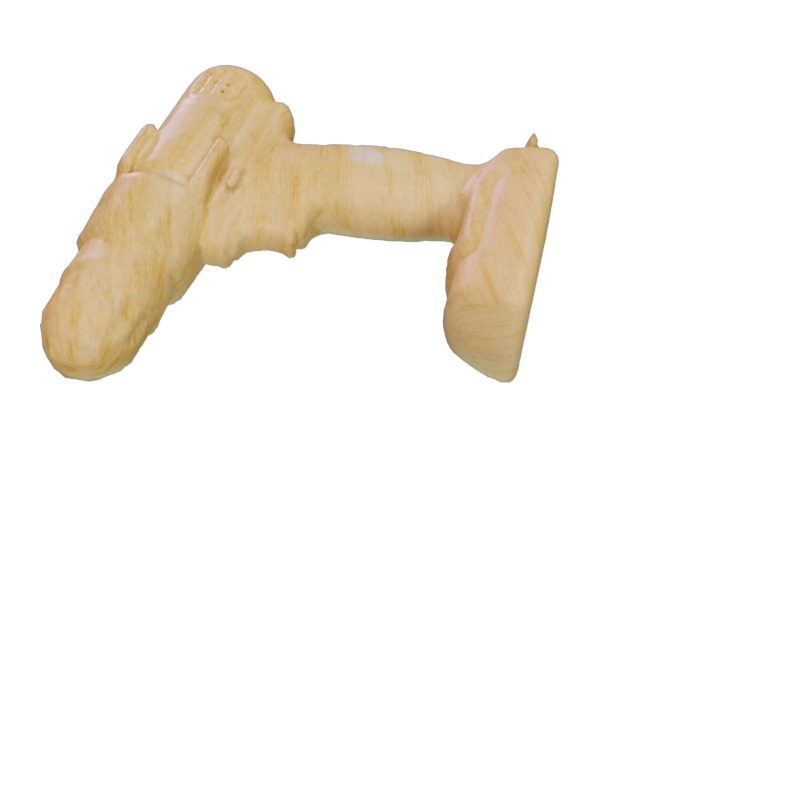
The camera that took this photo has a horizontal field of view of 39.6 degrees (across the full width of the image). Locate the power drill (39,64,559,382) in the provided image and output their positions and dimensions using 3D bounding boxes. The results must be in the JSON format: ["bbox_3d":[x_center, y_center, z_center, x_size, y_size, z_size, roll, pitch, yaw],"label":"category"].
[{"bbox_3d":[-0.036,-0.066,0.465,0.192,0.194,0.053,13,-40,10],"label":"power drill"}]
